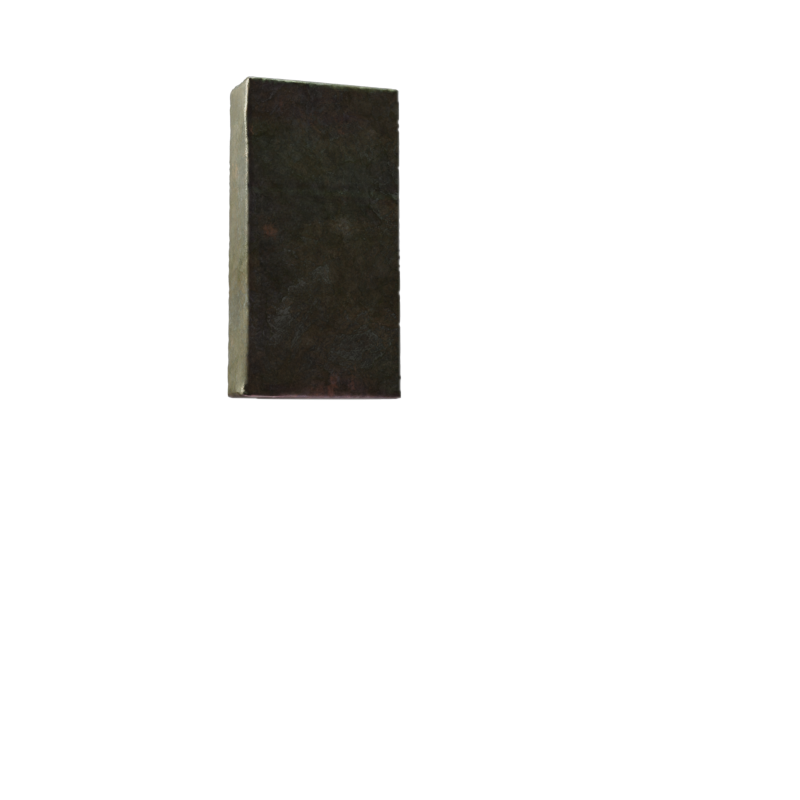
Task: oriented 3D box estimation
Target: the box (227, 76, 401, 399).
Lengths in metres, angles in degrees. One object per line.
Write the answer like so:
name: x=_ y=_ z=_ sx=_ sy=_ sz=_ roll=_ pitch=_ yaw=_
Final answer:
box: x=-0.049 y=-0.089 z=0.626 sx=0.091 sy=0.180 sz=0.048 roll=2 pitch=-8 yaw=-21
